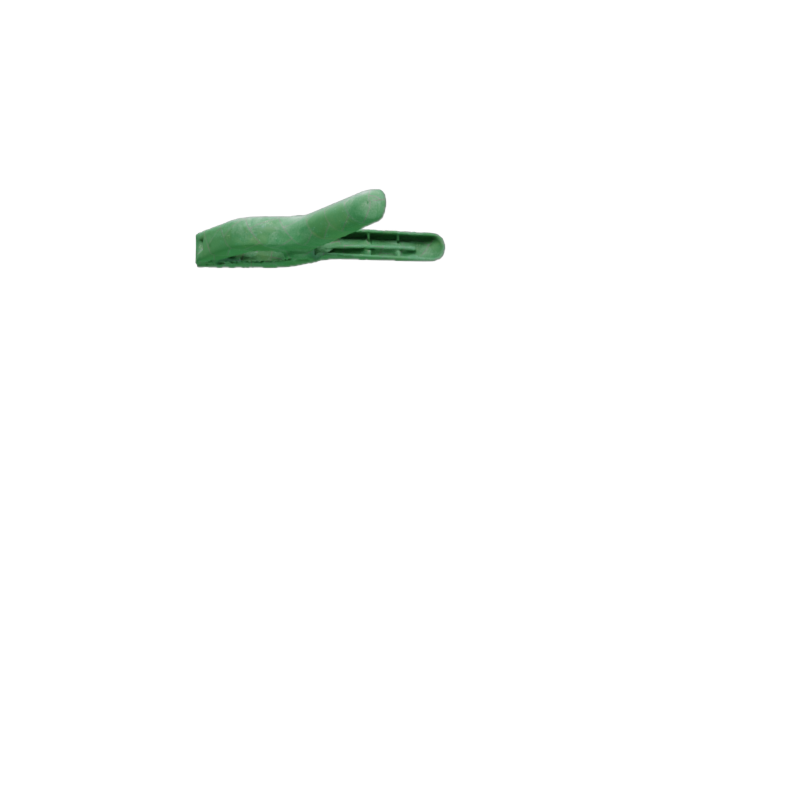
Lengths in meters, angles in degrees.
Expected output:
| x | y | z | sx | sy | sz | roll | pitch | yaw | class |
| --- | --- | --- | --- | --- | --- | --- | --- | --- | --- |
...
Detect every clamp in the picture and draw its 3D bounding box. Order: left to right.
| x | y | z | sx | sy | sz | roll | pitch | yaw | class |
| --- | --- | --- | --- | --- | --- | --- | --- | --- | --- |
| -0.073 | -0.134 | 0.935 | 0.215 | 0.037 | 0.156 | -4 | -9 | 28 | clamp |
